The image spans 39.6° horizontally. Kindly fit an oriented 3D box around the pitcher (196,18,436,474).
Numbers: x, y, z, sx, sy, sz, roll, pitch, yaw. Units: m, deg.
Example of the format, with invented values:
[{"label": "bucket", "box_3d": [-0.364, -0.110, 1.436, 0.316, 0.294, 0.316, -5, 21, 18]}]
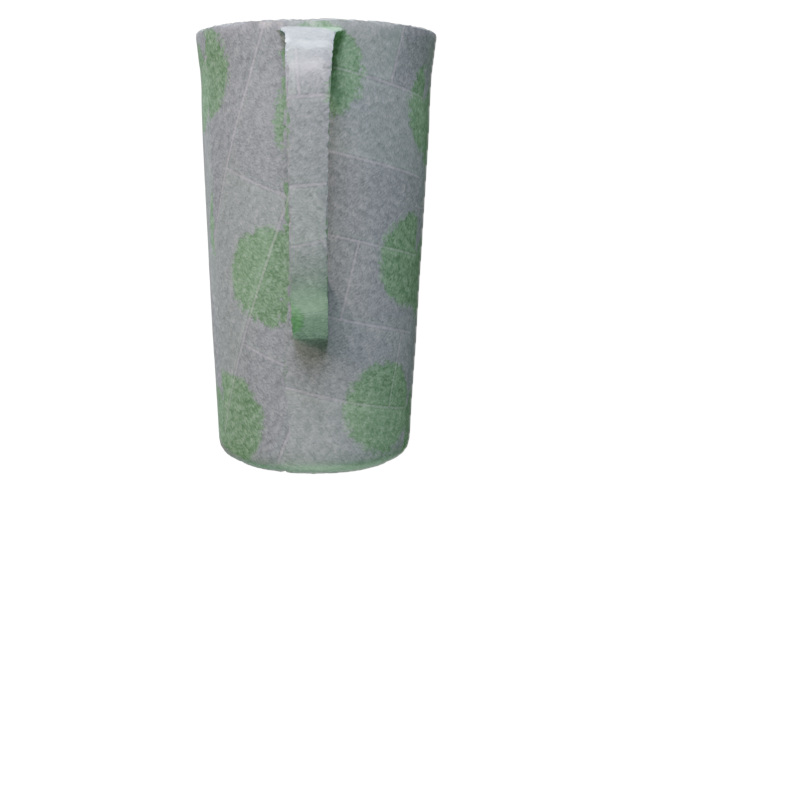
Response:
[{"label": "pitcher", "box_3d": [-0.048, -0.087, 0.612, 0.151, 0.241, 0.144, 5, 6, 43]}]
